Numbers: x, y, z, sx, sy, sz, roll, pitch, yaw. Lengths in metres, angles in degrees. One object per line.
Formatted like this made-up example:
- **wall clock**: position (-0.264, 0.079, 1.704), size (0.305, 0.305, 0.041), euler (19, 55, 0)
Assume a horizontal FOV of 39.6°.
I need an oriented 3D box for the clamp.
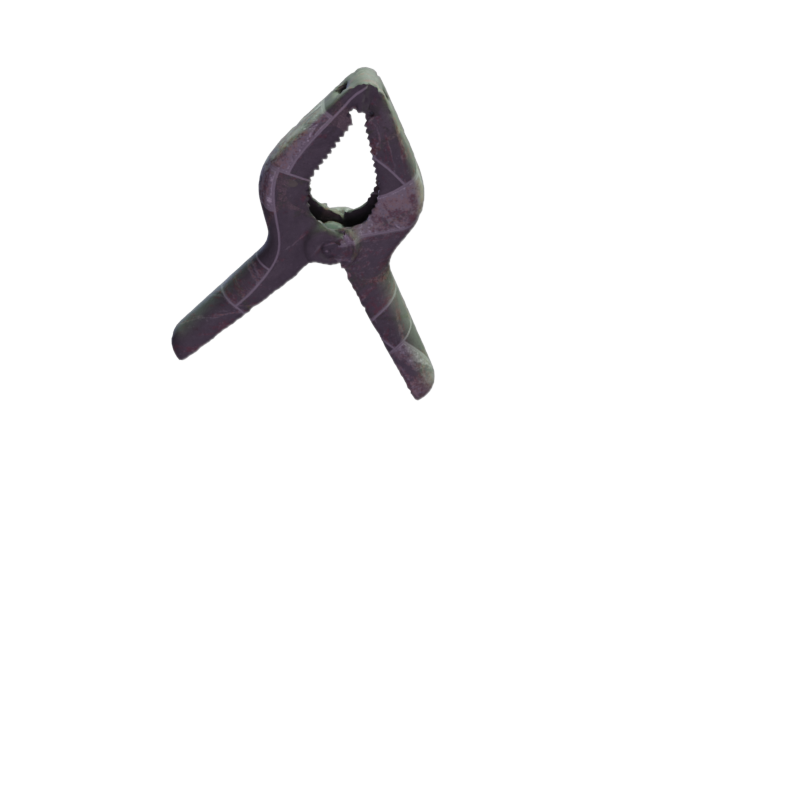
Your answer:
- **clamp**: position (-0.051, -0.093, 0.650), size (0.164, 0.198, 0.039), euler (5, 30, -3)
